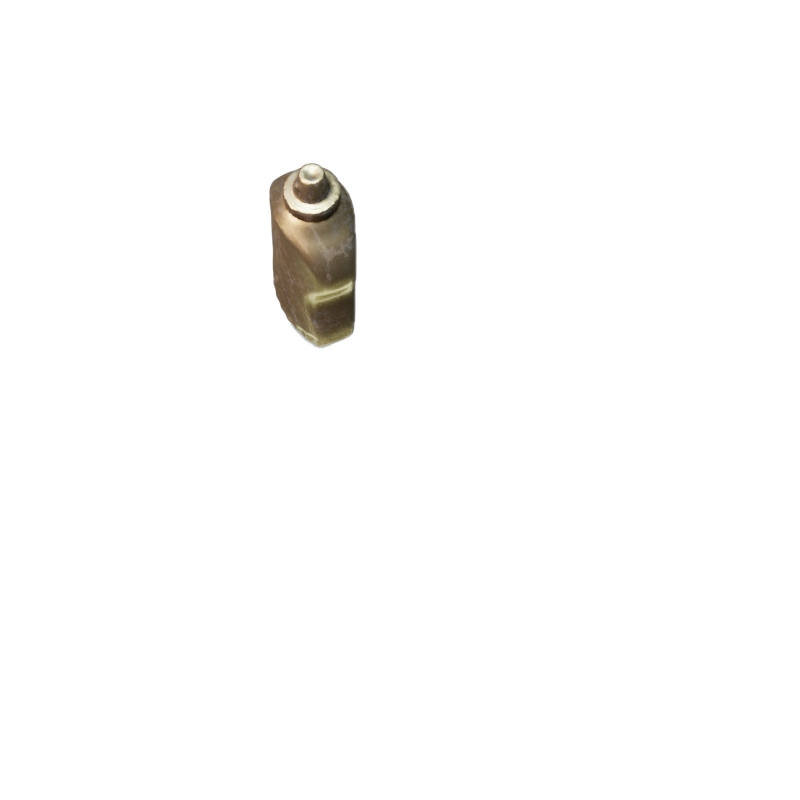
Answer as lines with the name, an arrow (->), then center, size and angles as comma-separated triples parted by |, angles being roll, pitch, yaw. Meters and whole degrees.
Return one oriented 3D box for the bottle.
bottle -> -0.066, -0.119, 0.837 | 0.058, 0.102, 0.181 | -20, -21, -12
